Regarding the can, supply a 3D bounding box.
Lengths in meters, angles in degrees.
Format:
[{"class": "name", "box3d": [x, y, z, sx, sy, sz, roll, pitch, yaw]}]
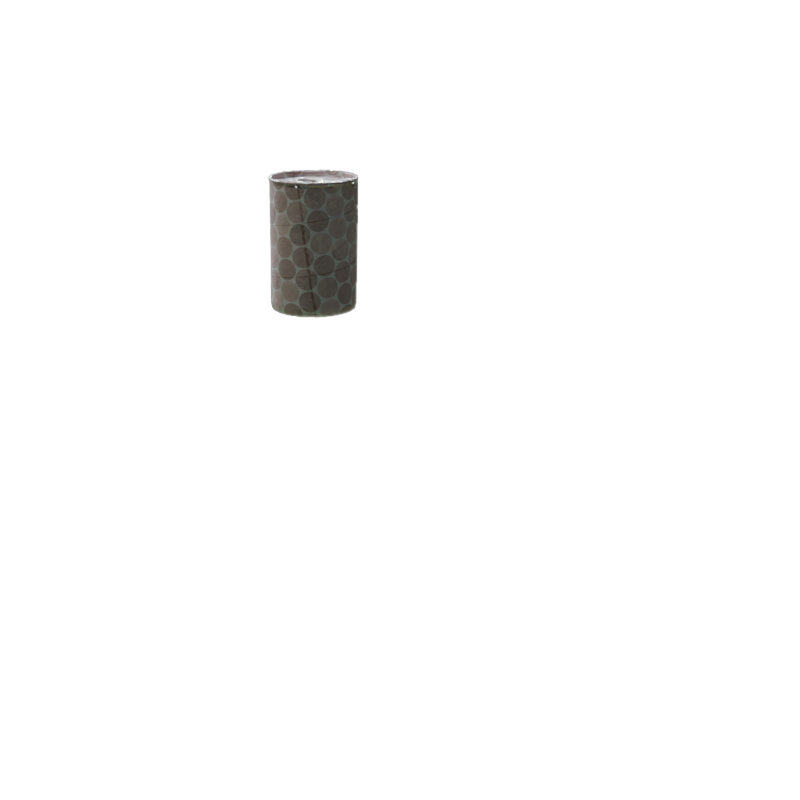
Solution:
[{"class": "can", "box3d": [-0.066, -0.121, 0.844, 0.068, 0.099, 0.071, 0, 15, -2]}]
